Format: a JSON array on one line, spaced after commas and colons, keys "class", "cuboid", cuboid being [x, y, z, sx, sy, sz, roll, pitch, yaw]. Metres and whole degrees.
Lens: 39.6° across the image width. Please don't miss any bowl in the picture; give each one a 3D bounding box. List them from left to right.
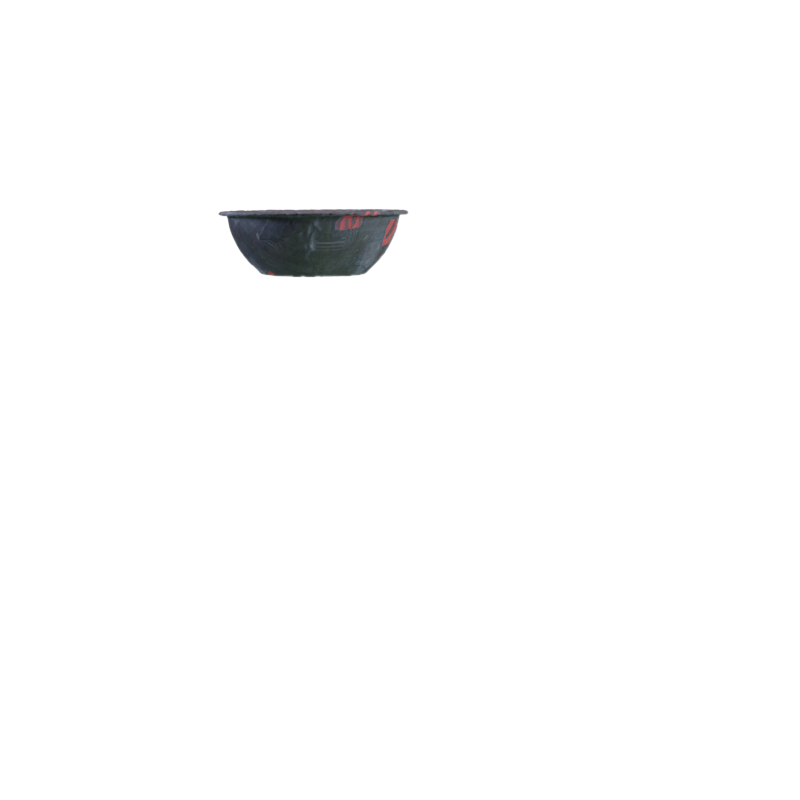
[{"class": "bowl", "cuboid": [-0.074, -0.136, 0.950, 0.162, 0.054, 0.165, 0, 9, -2]}]
